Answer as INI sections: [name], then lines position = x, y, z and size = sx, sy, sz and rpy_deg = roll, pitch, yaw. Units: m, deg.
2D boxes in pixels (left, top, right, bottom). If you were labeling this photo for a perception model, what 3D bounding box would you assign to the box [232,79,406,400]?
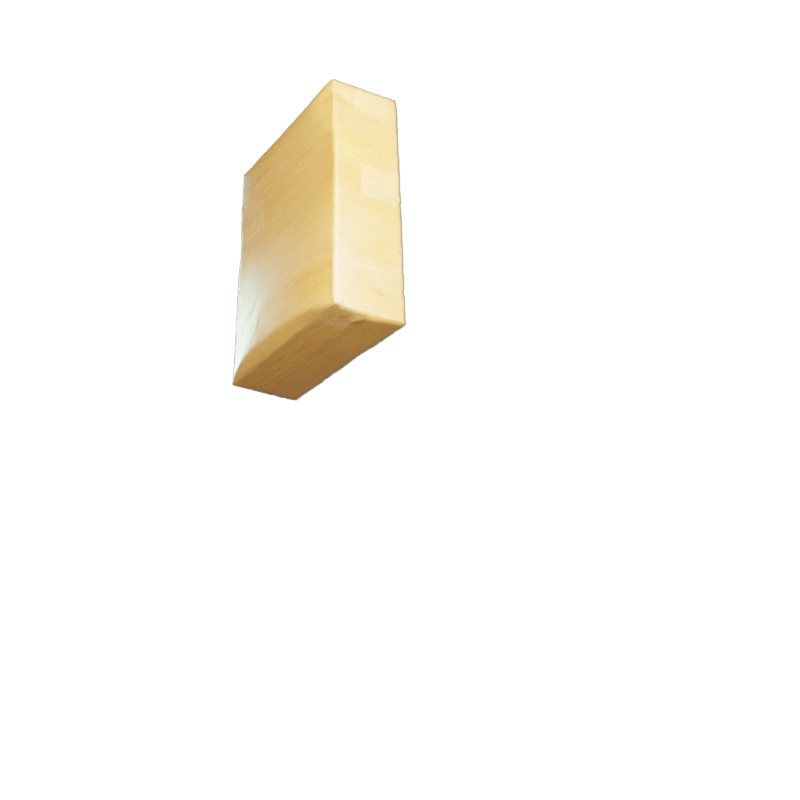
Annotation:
[box]
position = -0.071, -0.130, 0.912
size = 0.068, 0.227, 0.162
rpy_deg = 17, -33, -30
